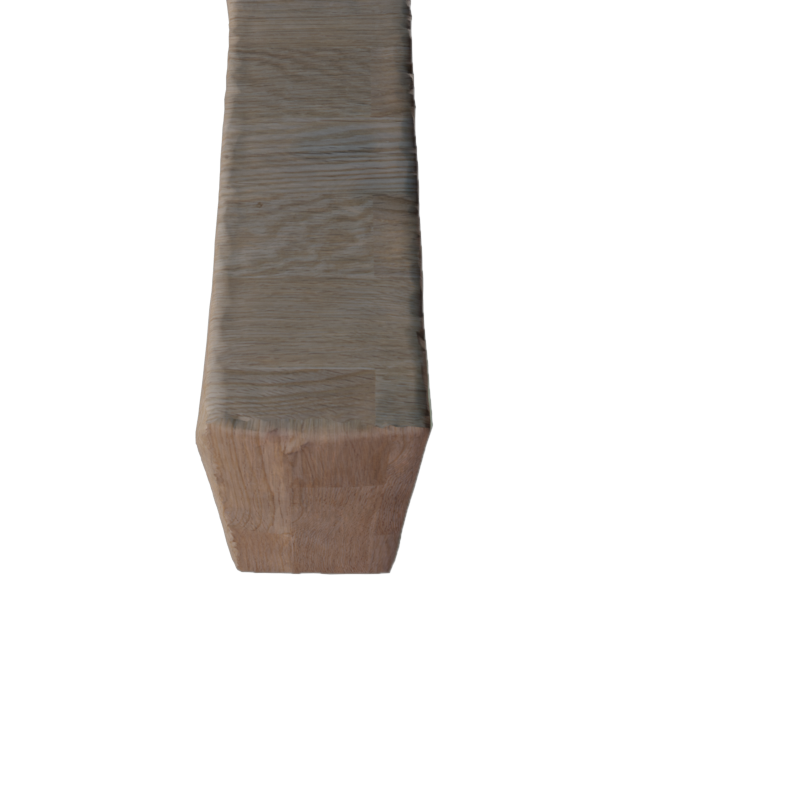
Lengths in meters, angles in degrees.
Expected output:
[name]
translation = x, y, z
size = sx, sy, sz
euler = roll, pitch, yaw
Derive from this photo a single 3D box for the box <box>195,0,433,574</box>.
[box]
translation = -0.033, -0.060, 0.420
size = 0.072, 0.227, 0.155
euler = 0, -26, -4
